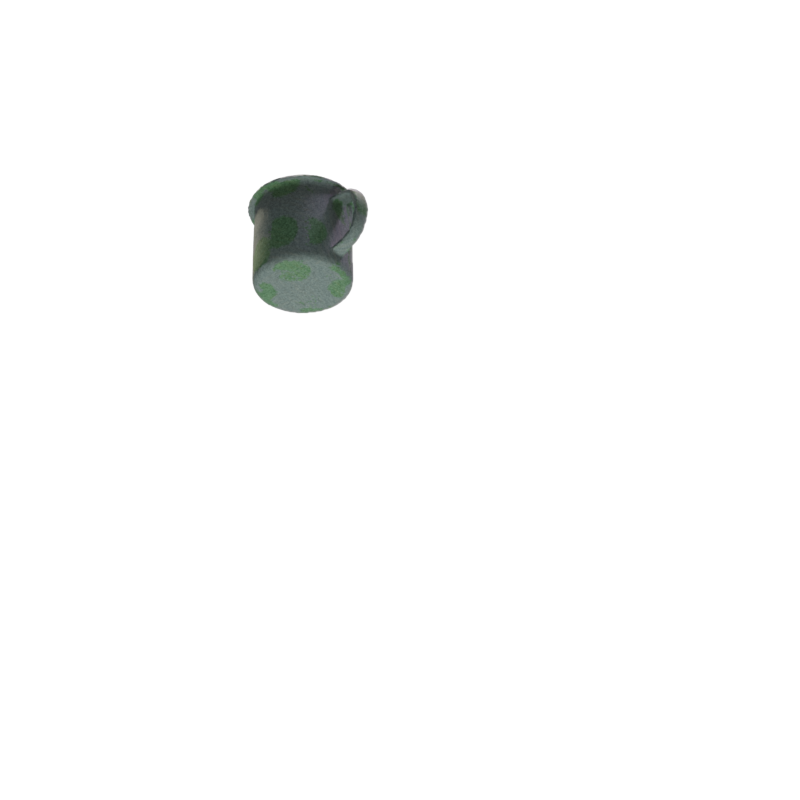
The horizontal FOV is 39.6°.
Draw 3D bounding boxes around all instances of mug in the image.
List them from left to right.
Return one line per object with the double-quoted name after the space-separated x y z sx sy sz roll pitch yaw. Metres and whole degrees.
-0.071 -0.129 0.906 0.117 0.087 0.087 -26 -40 34 "mug"
